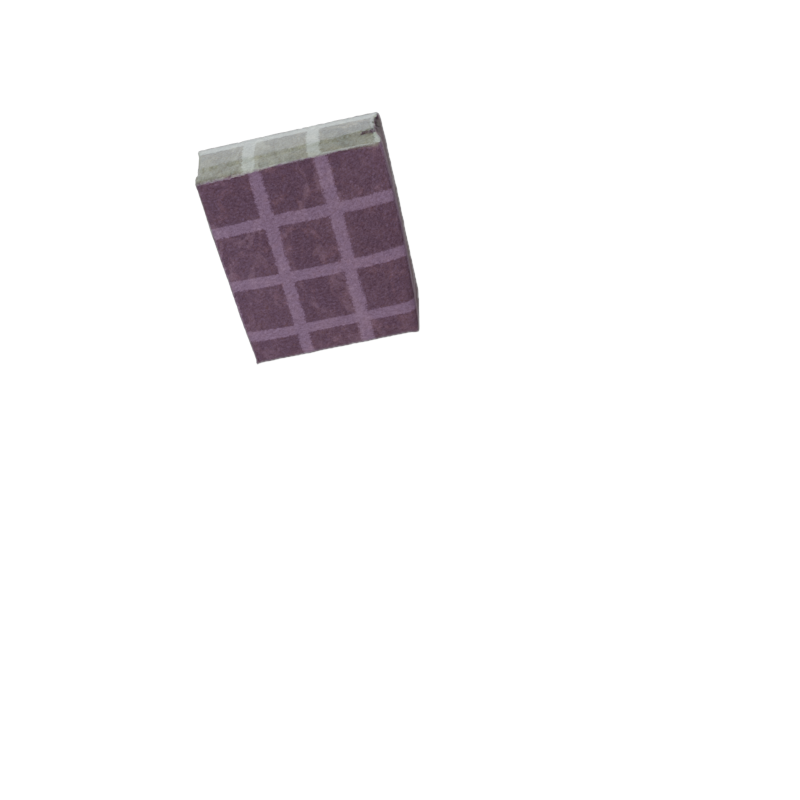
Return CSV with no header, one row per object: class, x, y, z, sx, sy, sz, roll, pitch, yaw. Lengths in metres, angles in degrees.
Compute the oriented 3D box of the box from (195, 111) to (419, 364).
box,-0.042,-0.078,0.544,0.090,0.106,0.041,-10,32,6
